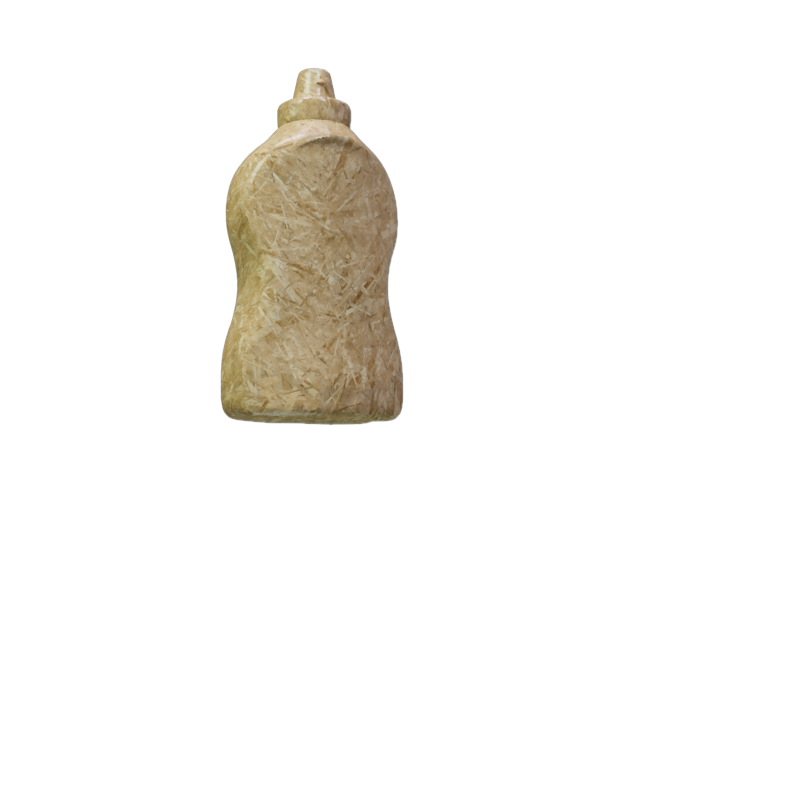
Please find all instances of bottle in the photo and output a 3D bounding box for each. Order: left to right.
[{"bbox_3d":[-0.046,-0.085,0.596,0.093,0.197,0.059,5,-13,-27],"label":"bottle"}]
